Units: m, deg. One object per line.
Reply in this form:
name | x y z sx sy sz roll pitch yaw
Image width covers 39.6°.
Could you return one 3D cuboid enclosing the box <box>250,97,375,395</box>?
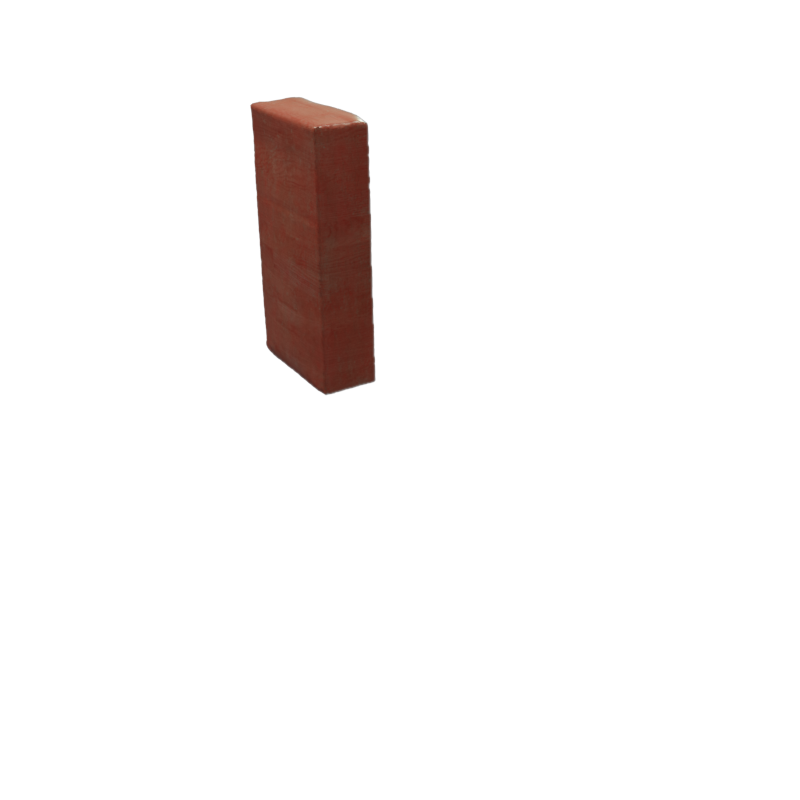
box | -0.056 -0.104 0.725 0.047 0.169 0.100 -10 23 -29
